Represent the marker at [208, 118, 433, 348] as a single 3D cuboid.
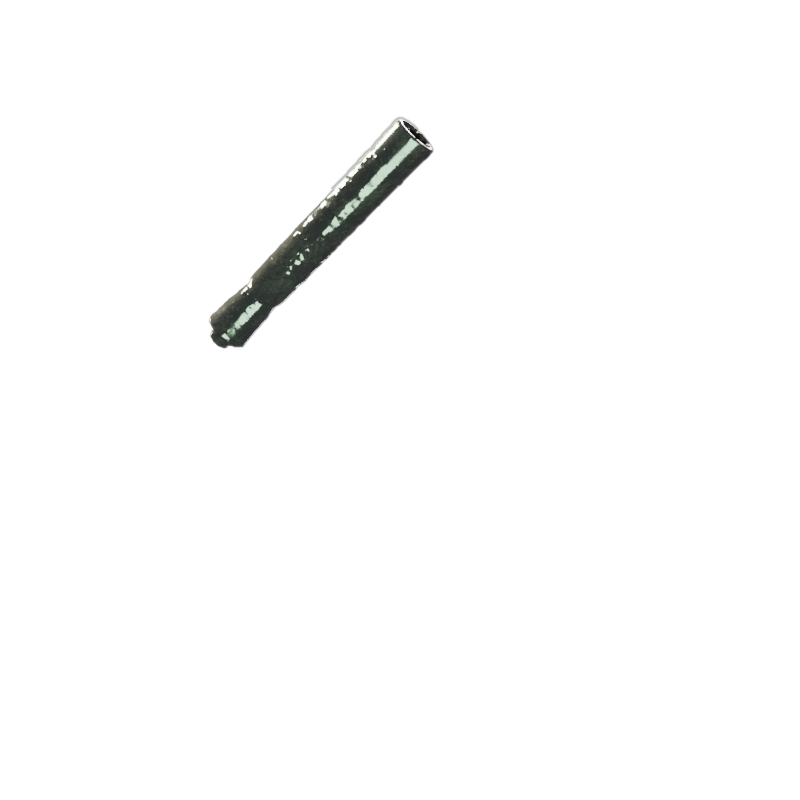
[{"bbox_3d":[-0.035,-0.063,0.444,0.119,0.021,0.019,-43,-13,19],"label":"marker"}]
